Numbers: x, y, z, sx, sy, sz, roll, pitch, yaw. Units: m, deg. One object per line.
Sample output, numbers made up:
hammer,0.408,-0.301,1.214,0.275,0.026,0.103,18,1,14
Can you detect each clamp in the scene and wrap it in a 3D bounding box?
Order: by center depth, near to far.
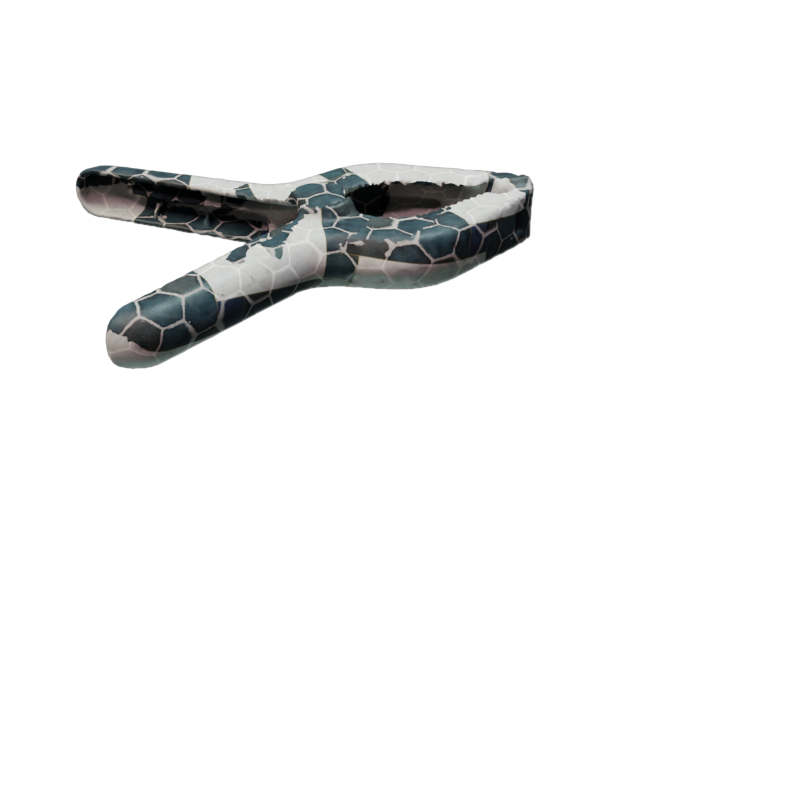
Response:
clamp,-0.038,-0.069,0.482,0.208,0.034,0.176,-5,33,-8
